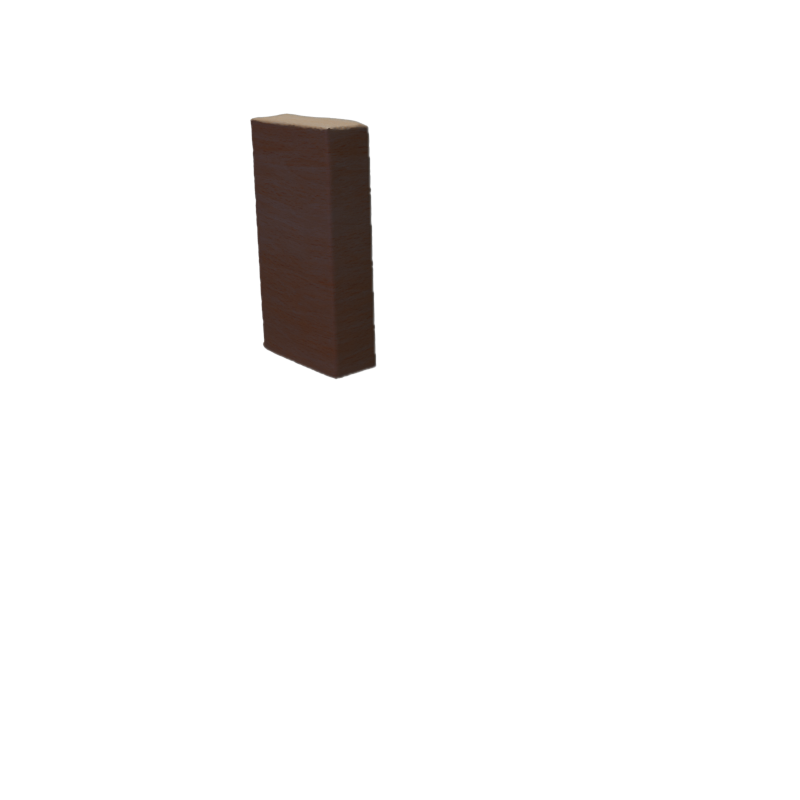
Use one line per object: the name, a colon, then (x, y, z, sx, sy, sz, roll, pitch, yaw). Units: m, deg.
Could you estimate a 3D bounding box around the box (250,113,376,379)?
box: (-0.062, -0.113, 0.793, 0.047, 0.171, 0.099, -10, 18, -38)
